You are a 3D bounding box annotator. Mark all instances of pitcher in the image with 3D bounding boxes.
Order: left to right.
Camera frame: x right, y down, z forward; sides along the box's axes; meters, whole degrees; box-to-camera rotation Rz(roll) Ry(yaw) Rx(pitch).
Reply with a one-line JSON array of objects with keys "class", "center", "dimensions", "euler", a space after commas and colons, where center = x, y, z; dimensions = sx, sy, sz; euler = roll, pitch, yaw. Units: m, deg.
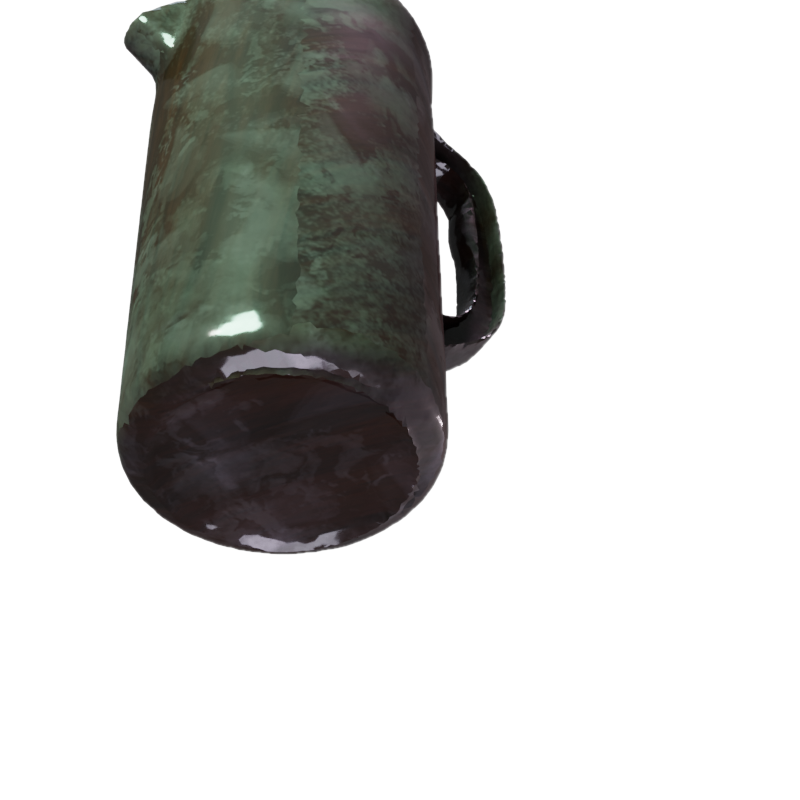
[{"class": "pitcher", "center": [-0.035, -0.064, 0.448], "dimensions": [0.150, 0.134, 0.261], "euler": [-11, 43, 7]}]
